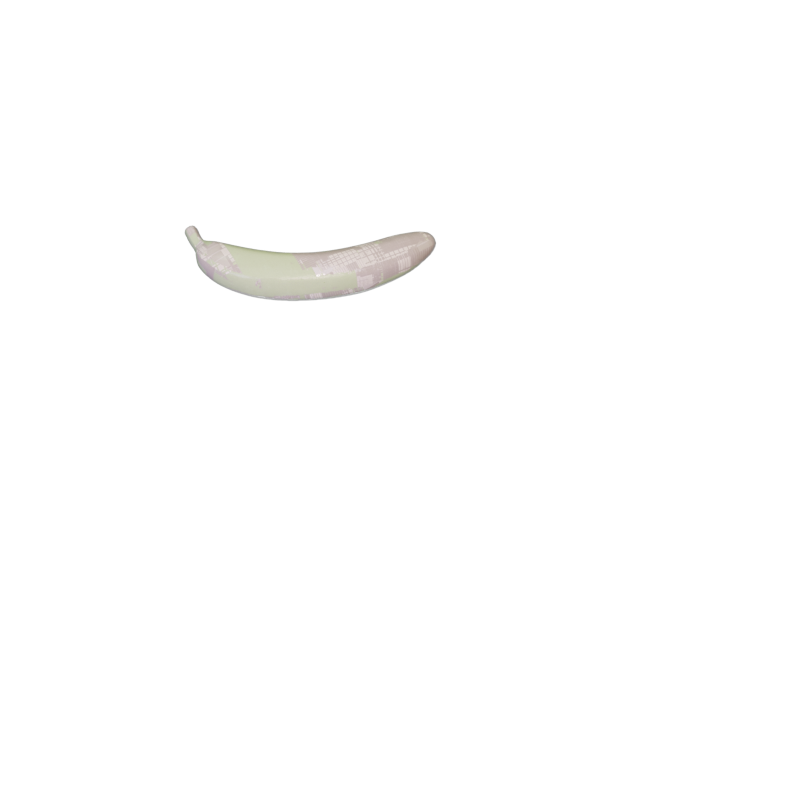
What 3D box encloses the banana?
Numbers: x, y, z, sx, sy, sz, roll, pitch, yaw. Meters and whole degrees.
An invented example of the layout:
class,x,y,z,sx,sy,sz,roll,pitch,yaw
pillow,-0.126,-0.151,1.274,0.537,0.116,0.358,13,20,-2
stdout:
class,x,y,z,sx,sy,sz,roll,pitch,yaw
banana,-0.071,-0.106,0.849,0.198,0.074,0.034,3,-31,2
